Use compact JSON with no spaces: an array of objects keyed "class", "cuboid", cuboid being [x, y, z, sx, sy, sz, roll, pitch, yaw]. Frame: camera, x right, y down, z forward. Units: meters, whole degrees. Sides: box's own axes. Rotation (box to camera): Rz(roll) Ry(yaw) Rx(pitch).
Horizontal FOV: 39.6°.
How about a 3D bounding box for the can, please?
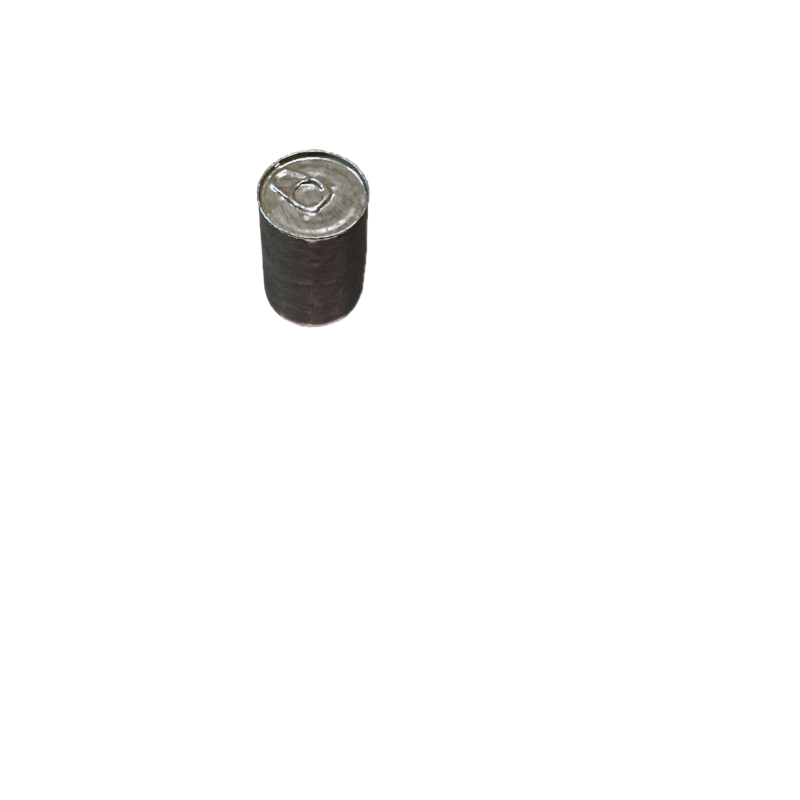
[{"class":"can","cuboid":[-0.055,-0.100,0.703,0.068,0.073,0.096,0,-31,-3]}]
